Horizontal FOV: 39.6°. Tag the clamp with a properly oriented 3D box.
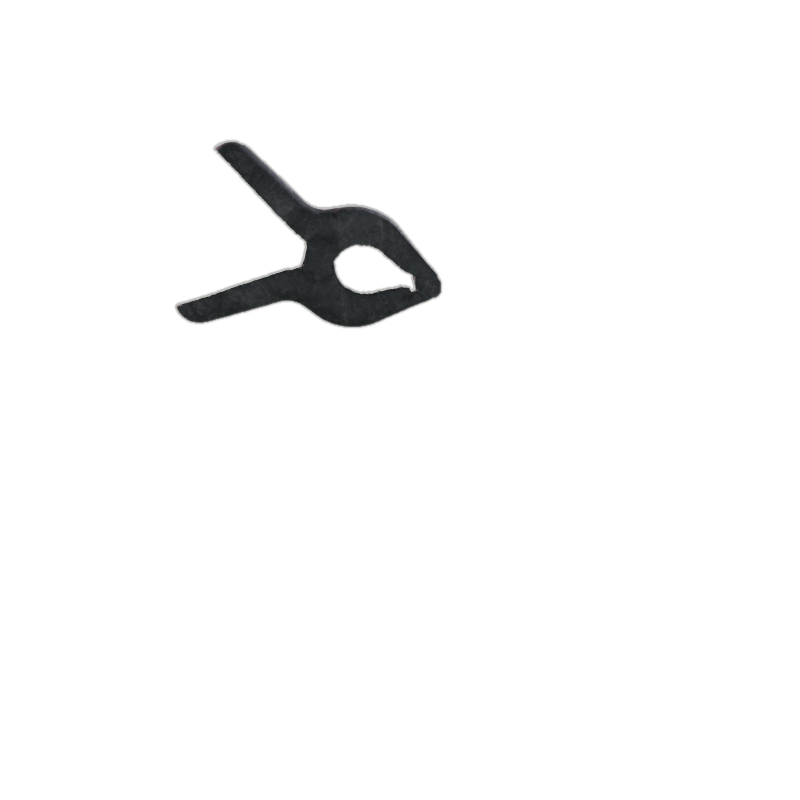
[{"bbox_3d":[-0.057,-0.103,0.724,0.171,0.118,0.040,5,8,-1],"label":"clamp"}]
